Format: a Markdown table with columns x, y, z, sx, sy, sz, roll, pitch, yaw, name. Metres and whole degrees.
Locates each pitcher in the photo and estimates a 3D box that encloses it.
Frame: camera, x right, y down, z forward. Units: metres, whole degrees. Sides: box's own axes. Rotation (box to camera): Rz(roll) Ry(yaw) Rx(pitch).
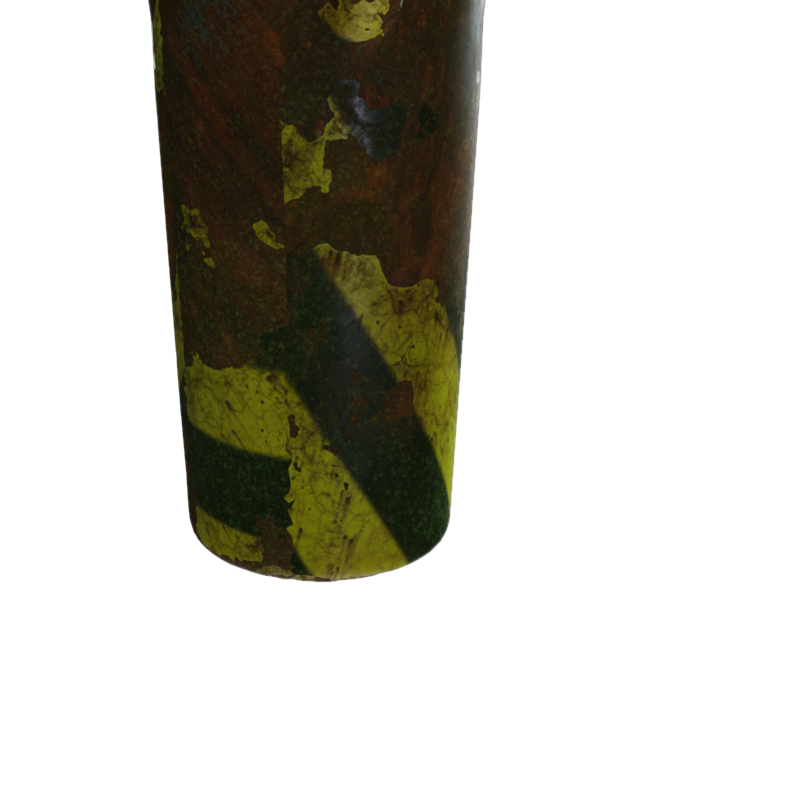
| x | y | z | sx | sy | sz | roll | pitch | yaw | name |
| --- | --- | --- | --- | --- | --- | --- | --- | --- | --- |
| -0.035 | -0.065 | 0.453 | 0.150 | 0.237 | 0.147 | 6 | 13 | 27 | pitcher |
